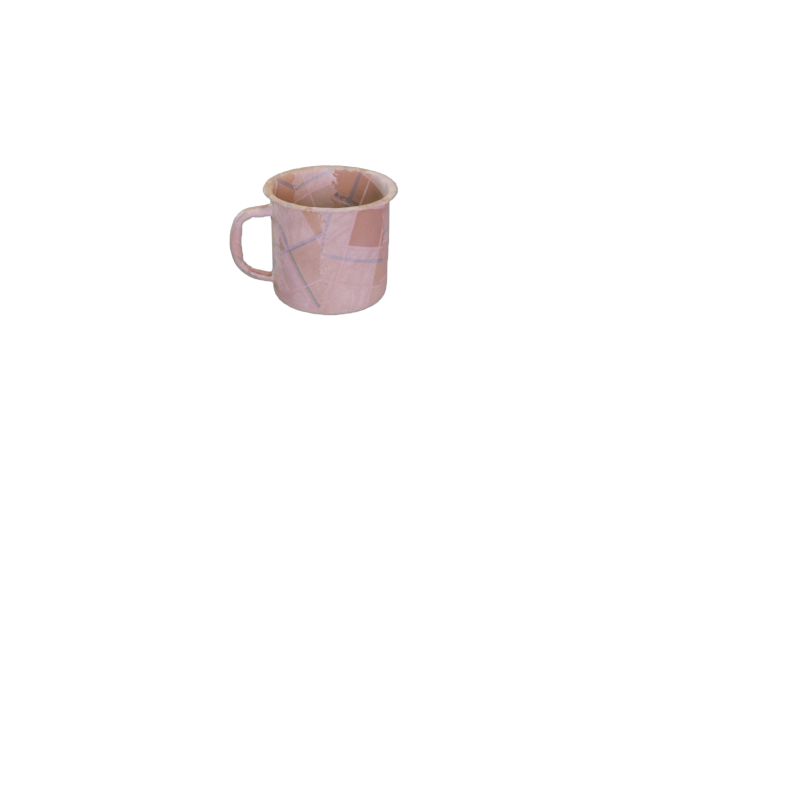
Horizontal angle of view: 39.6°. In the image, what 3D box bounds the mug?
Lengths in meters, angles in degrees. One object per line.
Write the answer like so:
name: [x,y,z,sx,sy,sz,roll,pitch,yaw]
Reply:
mug: [-0.061,-0.111,0.775,0.116,0.077,0.100,-5,28,-11]
